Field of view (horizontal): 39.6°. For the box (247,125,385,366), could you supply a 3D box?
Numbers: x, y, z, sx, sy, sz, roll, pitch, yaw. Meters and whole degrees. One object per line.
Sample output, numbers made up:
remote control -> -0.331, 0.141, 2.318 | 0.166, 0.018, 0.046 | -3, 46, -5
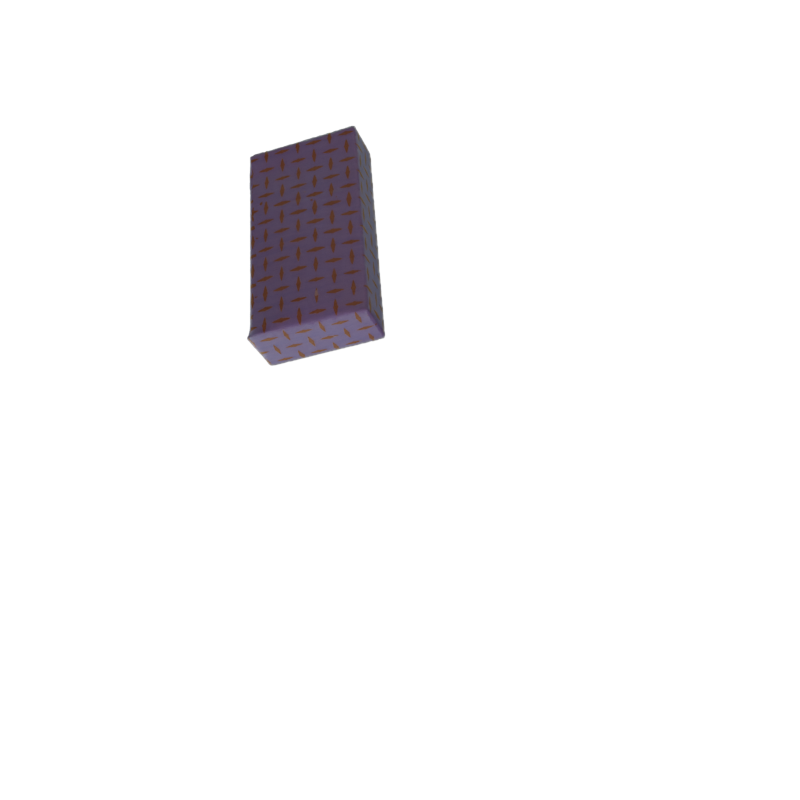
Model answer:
box -> -0.065, -0.119, 0.833 | 0.094, 0.189, 0.044 | -14, -38, 15
